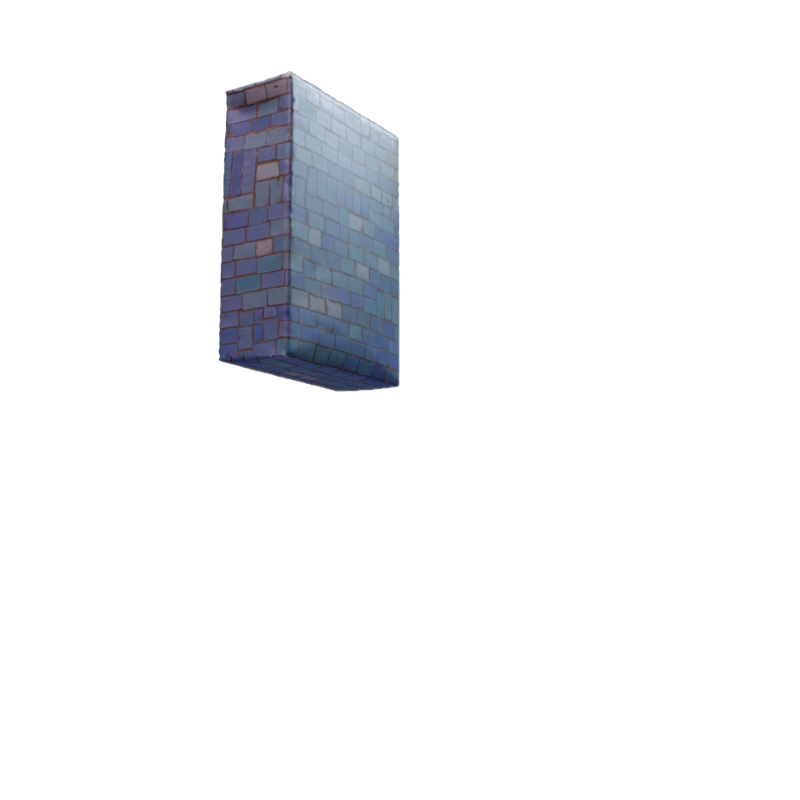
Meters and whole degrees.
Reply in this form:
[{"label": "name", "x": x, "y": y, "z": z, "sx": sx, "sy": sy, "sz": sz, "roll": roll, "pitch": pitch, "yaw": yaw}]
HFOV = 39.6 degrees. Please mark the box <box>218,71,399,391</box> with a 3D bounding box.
[{"label": "box", "x": -0.067, "y": -0.123, "z": 0.860, "sx": 0.073, "sy": 0.221, "sz": 0.155, "roll": -10, "pitch": -15, "yaw": 30}]
